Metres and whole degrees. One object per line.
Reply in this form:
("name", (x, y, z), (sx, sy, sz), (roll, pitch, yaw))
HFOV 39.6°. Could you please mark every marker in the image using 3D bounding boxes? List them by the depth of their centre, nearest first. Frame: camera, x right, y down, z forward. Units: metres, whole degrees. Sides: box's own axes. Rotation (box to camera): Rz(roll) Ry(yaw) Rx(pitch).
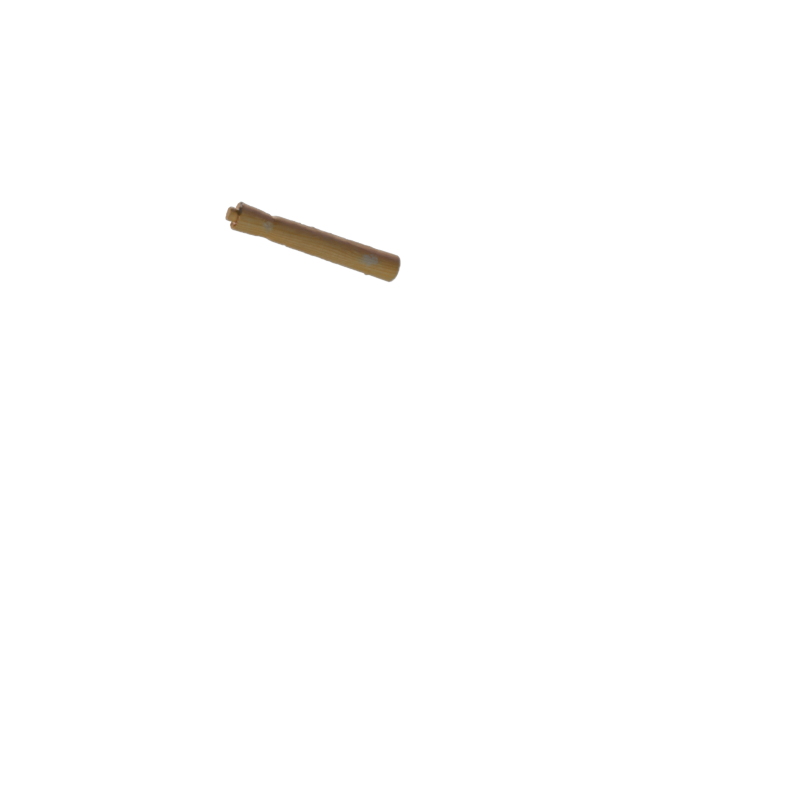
("marker", (-0.056, -0.103, 0.720), (0.116, 0.020, 0.020), (16, -2, -20))
